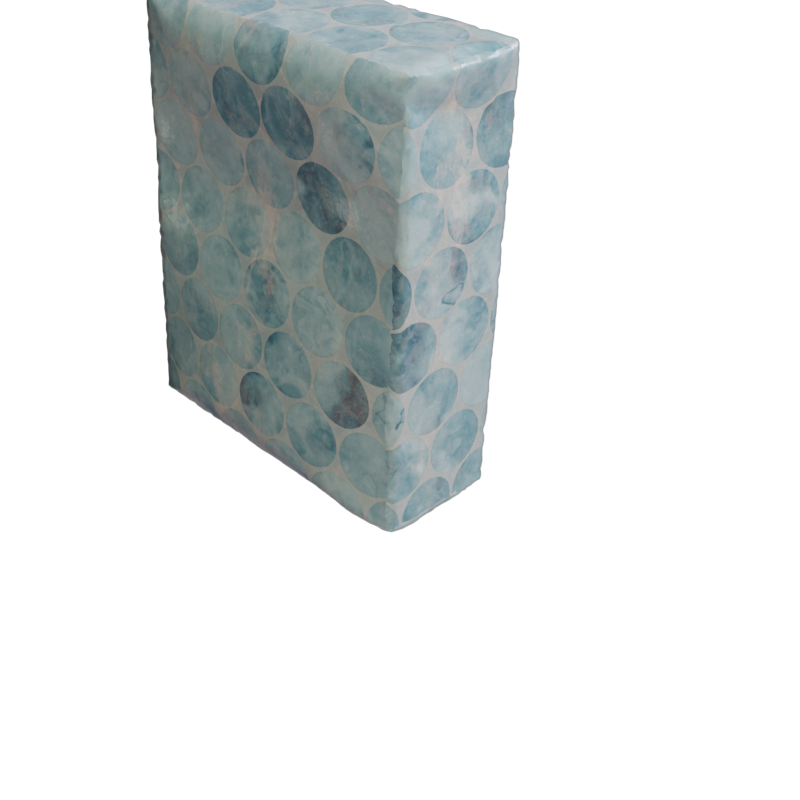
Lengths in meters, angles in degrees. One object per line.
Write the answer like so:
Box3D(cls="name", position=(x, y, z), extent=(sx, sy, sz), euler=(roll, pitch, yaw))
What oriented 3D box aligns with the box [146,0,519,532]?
Box3D(cls="box", position=(-0.039, -0.071, 0.500), extent=(0.071, 0.201, 0.175), euler=(-24, 39, -38))
